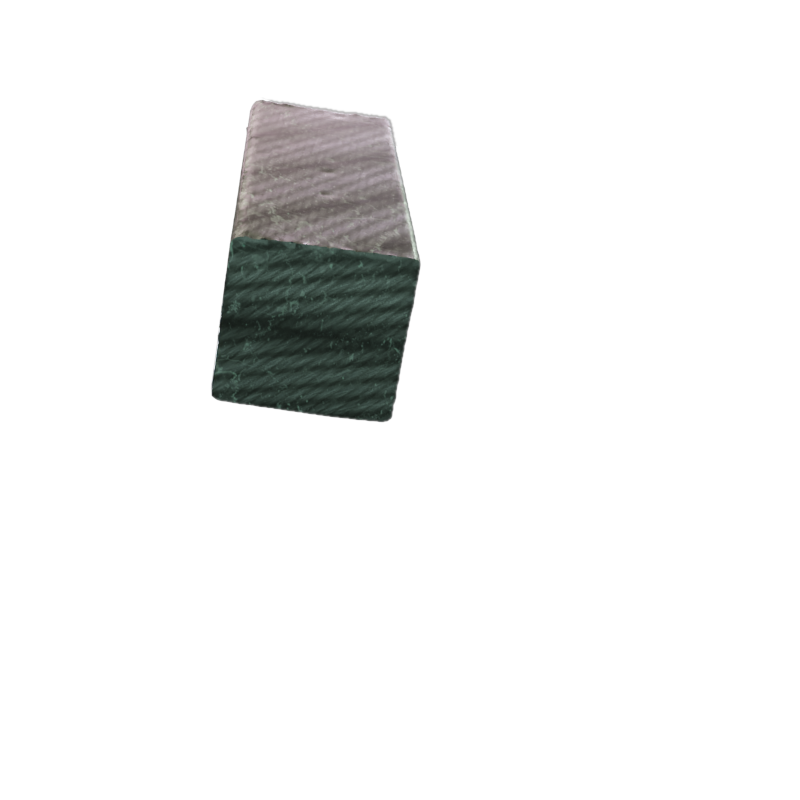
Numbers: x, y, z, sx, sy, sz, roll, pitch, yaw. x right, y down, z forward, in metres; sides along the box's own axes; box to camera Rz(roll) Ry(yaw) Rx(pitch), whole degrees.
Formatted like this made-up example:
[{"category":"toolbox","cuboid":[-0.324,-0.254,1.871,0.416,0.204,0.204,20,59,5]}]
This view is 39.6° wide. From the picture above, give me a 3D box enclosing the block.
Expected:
[{"category":"block","cuboid":[-0.048,-0.087,0.609,0.089,0.086,0.219,7,30,-8]}]
